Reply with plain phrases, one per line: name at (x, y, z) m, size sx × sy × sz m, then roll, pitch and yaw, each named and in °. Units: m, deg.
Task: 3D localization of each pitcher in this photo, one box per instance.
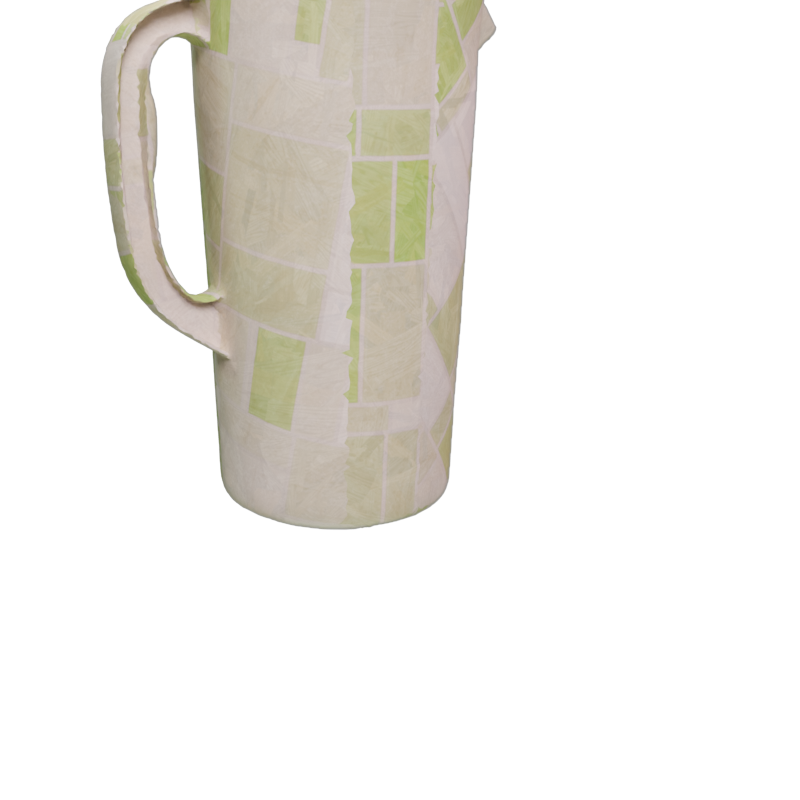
pitcher at (-0.039, -0.072, 0.504) m, size 0.152 × 0.238 × 0.145 m, roll 3°, pitch 11°, yaw 14°
